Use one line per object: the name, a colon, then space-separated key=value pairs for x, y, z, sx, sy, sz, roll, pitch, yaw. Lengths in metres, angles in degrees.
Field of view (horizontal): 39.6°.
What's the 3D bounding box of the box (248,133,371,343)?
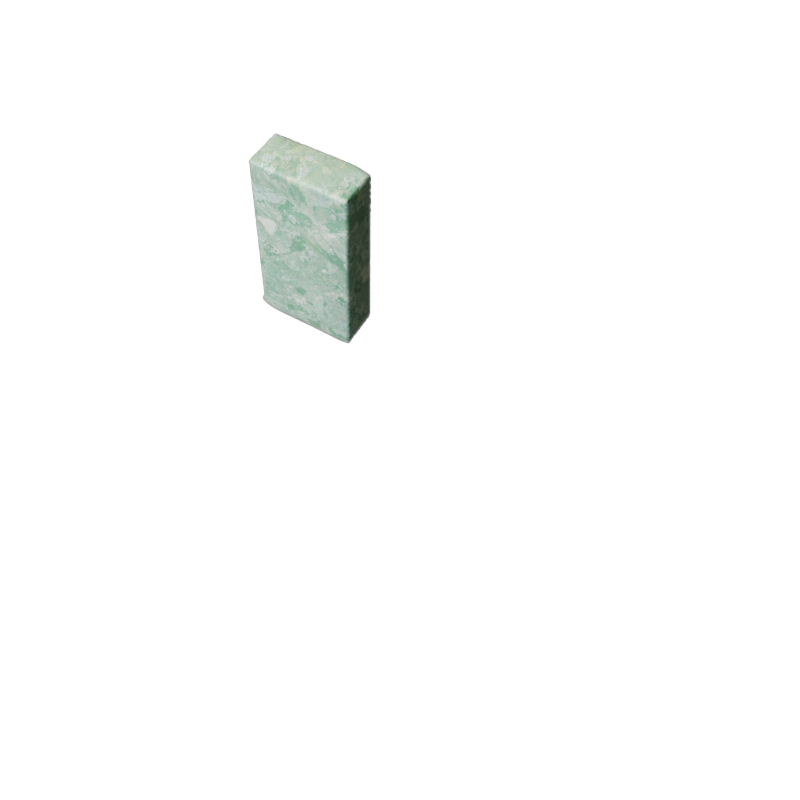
box: x=-0.072 y=-0.132 z=0.920 sx=0.097 sy=0.164 sz=0.049 roll=27 pitch=54 yaw=18
